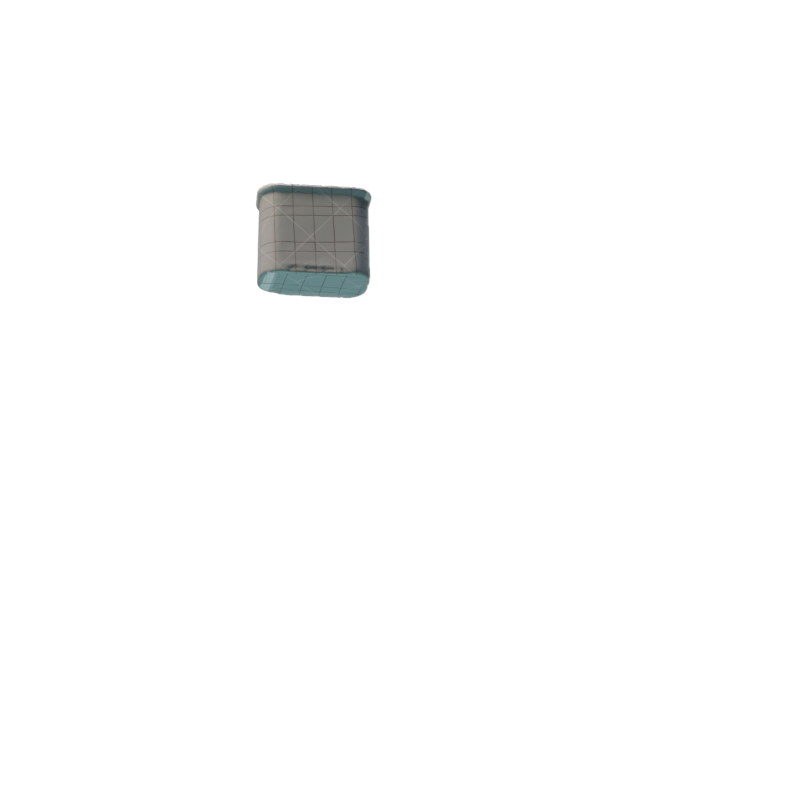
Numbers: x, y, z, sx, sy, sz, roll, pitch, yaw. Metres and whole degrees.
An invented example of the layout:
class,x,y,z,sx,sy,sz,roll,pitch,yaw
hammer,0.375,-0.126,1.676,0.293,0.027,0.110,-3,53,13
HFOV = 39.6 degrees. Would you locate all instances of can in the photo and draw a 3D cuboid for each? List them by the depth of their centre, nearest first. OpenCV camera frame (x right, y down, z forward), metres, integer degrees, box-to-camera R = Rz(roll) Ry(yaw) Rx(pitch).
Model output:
class,x,y,z,sx,sy,sz,roll,pitch,yaw
can,-0.076,-0.139,0.972,0.101,0.088,0.055,2,-23,-7
